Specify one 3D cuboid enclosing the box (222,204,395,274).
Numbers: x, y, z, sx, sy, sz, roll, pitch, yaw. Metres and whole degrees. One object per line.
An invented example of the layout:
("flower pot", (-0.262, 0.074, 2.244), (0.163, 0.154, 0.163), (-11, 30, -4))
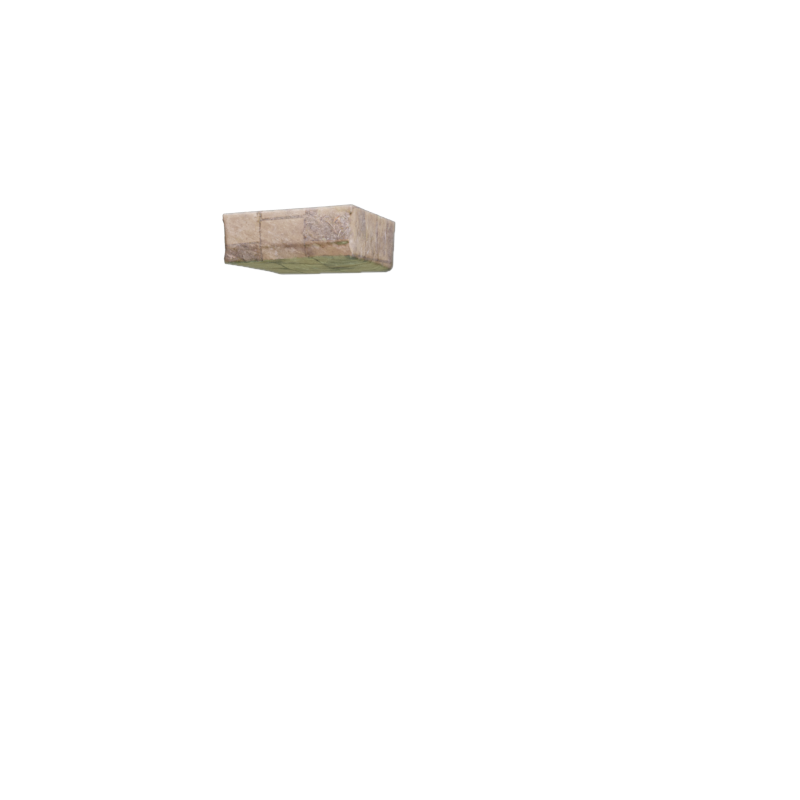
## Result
("box", (-0.059, -0.108, 0.757), (0.092, 0.039, 0.110), (0, 0, 16))
